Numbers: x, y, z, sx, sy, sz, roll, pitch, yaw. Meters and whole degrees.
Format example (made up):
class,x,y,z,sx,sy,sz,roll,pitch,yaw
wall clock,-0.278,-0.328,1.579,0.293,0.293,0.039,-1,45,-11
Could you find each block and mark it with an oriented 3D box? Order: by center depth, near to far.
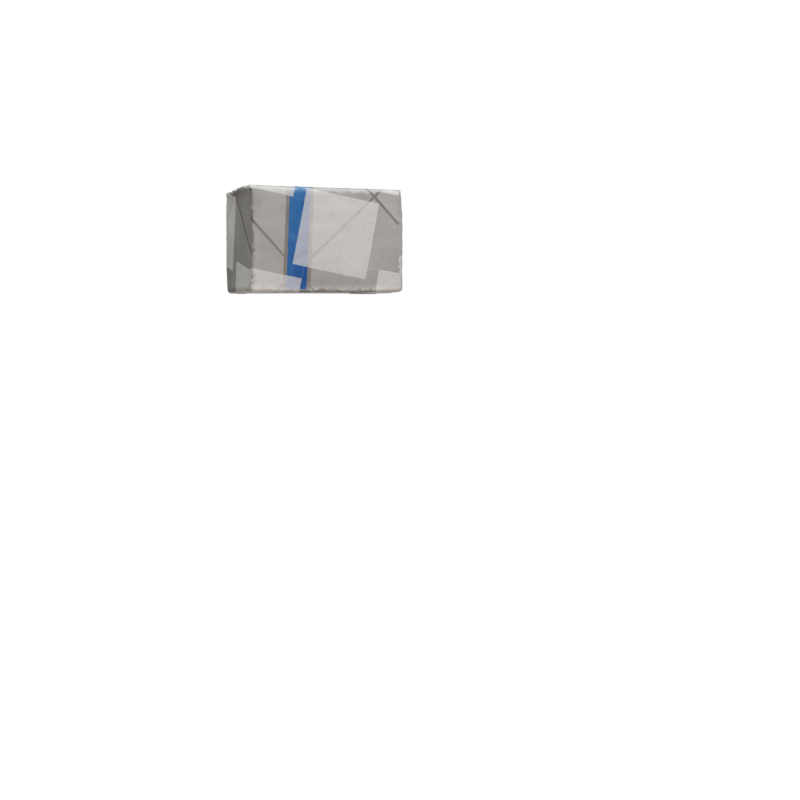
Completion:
class,x,y,z,sx,sy,sz,roll,pitch,yaw
block,-0.043,-0.078,0.547,0.076,0.051,0.054,-1,1,-19
